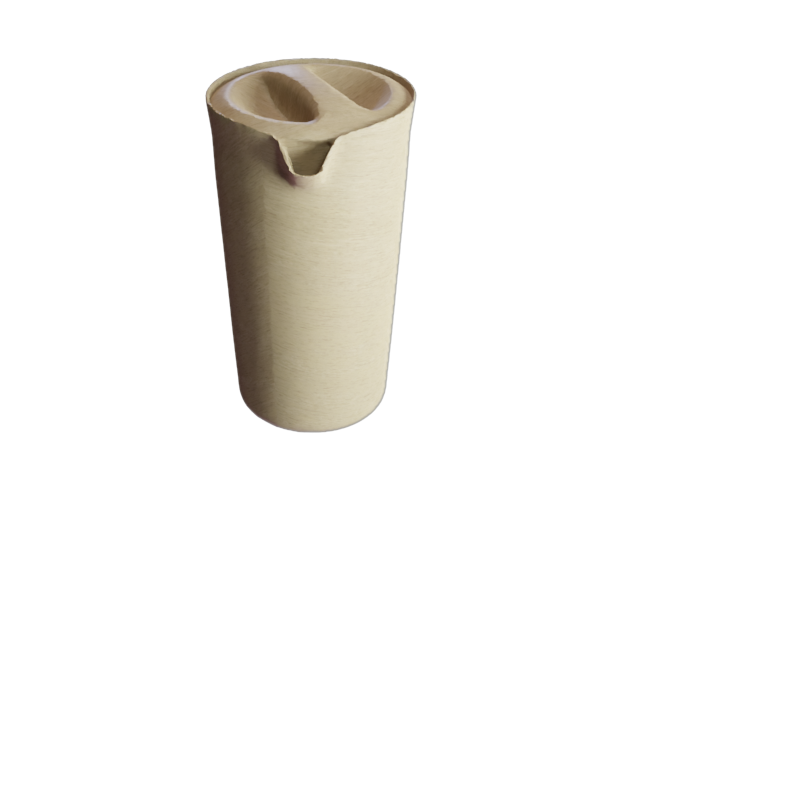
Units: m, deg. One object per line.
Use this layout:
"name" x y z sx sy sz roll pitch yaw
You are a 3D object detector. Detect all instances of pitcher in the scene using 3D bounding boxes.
"pitcher" -0.060 -0.109 0.766 0.154 0.228 0.149 28 40 35
